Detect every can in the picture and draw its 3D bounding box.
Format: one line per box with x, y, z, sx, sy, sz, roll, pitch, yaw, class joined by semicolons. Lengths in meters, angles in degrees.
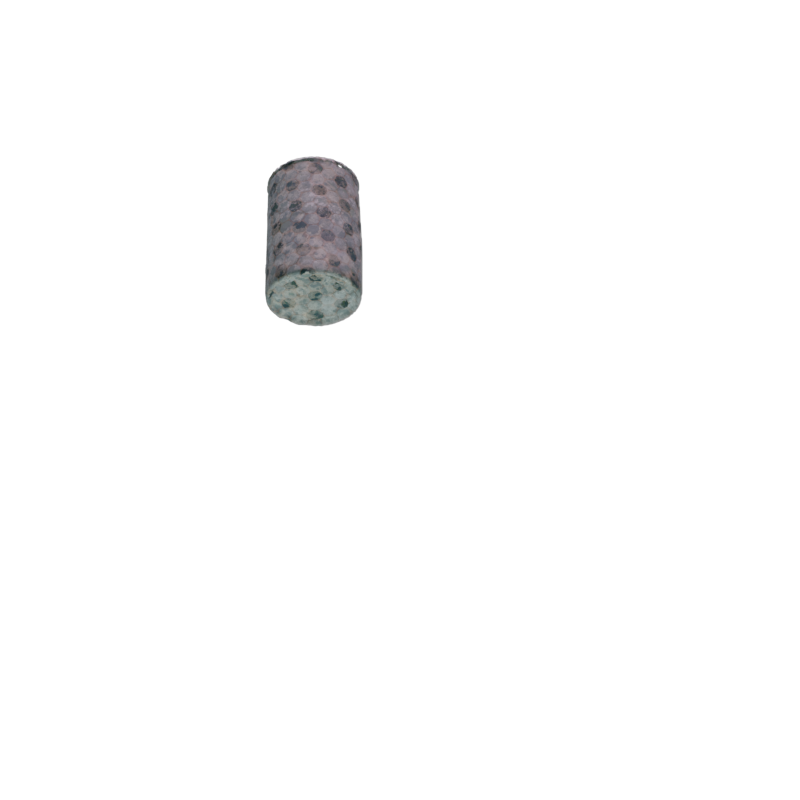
-0.061;-0.112;0.784;0.068;0.109;0.064;-1;-34;-2;can
